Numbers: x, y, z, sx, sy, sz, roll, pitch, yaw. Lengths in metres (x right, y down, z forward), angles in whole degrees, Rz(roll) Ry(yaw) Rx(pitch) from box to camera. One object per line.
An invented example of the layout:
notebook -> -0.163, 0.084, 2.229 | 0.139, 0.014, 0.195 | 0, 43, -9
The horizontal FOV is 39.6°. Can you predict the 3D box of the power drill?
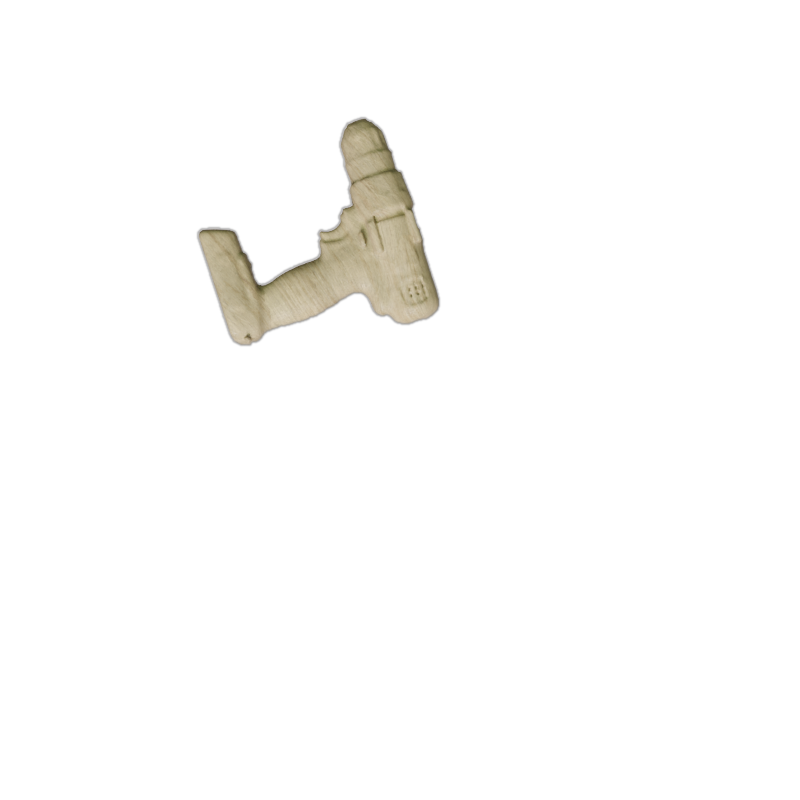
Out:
power drill -> -0.075, -0.137, 0.958 | 0.187, 0.189, 0.056 | -17, -9, -3
